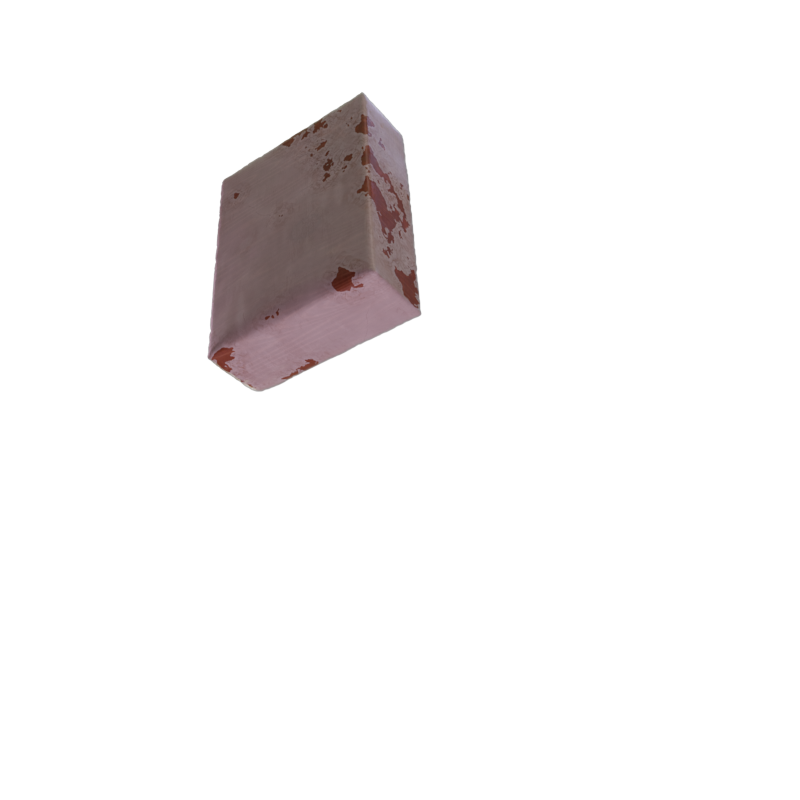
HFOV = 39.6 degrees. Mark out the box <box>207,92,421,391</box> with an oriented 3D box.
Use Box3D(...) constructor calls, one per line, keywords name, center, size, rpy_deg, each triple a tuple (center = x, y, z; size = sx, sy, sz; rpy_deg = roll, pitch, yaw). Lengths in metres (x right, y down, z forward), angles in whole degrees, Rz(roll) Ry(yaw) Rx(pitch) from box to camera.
Box3D(name="box", center=(-0.072, -0.131, 0.921), size=(0.164, 0.230, 0.067), rpy_deg=(-27, -47, 25))
